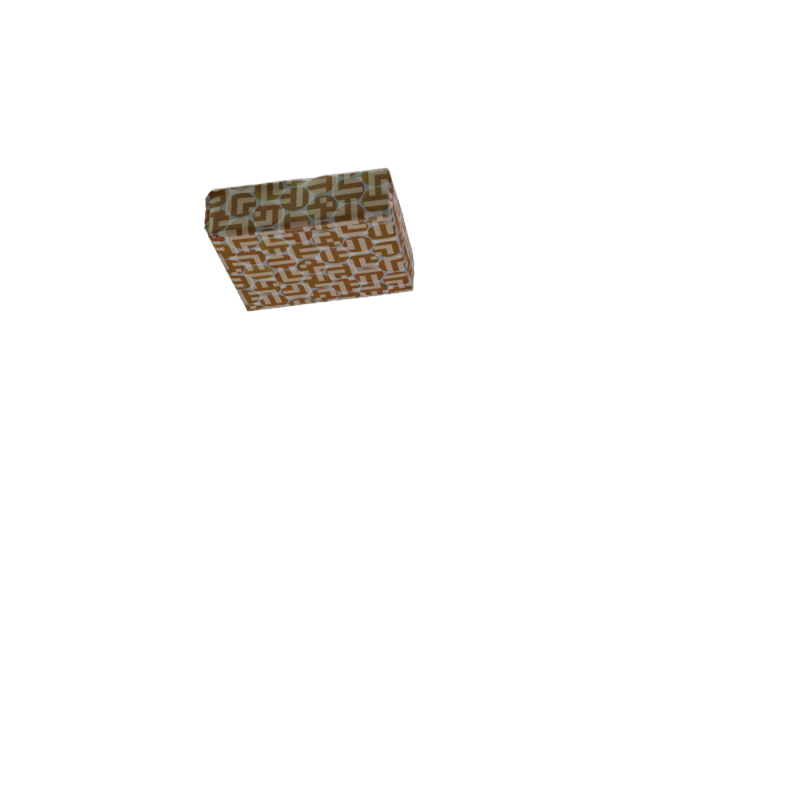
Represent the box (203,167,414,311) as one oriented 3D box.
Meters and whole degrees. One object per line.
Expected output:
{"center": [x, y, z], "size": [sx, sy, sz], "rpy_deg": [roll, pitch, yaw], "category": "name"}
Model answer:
{"center": [-0.042, -0.077, 0.537], "size": [0.090, 0.032, 0.068], "rpy_deg": [-5, -27, 10], "category": "box"}
